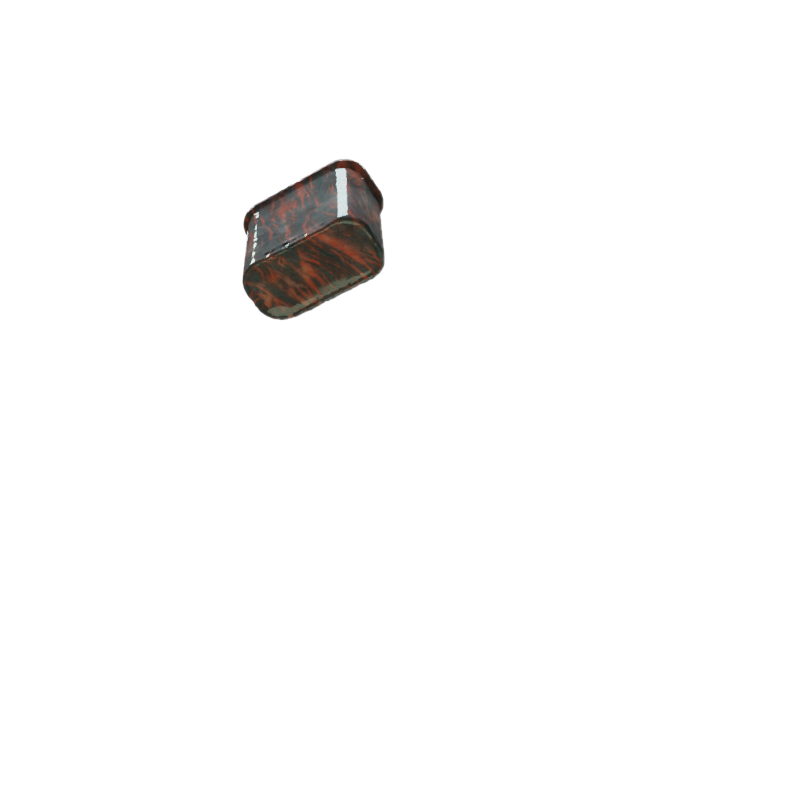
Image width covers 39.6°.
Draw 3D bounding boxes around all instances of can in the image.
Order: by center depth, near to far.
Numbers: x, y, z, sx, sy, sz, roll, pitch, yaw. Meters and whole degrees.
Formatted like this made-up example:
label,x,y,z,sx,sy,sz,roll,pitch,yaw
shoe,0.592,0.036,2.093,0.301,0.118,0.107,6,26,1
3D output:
label,x,y,z,sx,sy,sz,roll,pitch,yaw
can,-0.061,-0.110,0.773,0.102,0.054,0.089,-26,32,15
